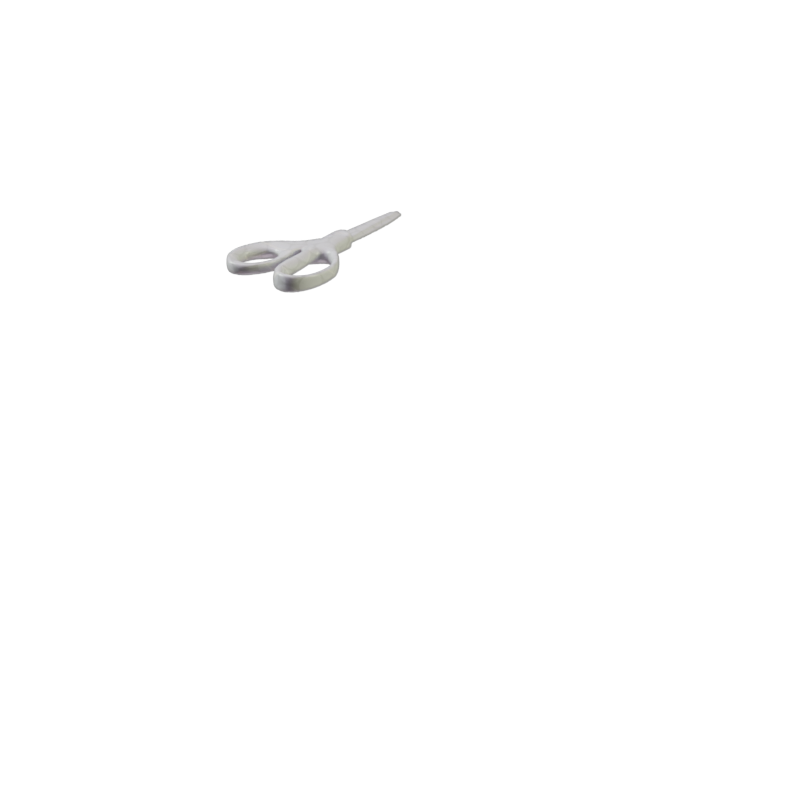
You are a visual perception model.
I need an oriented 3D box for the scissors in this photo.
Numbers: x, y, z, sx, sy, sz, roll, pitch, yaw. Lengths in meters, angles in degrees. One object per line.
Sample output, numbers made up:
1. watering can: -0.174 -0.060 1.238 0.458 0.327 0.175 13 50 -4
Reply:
1. scissors: -0.070 -0.127 0.892 0.098 0.015 0.207 6 25 13
